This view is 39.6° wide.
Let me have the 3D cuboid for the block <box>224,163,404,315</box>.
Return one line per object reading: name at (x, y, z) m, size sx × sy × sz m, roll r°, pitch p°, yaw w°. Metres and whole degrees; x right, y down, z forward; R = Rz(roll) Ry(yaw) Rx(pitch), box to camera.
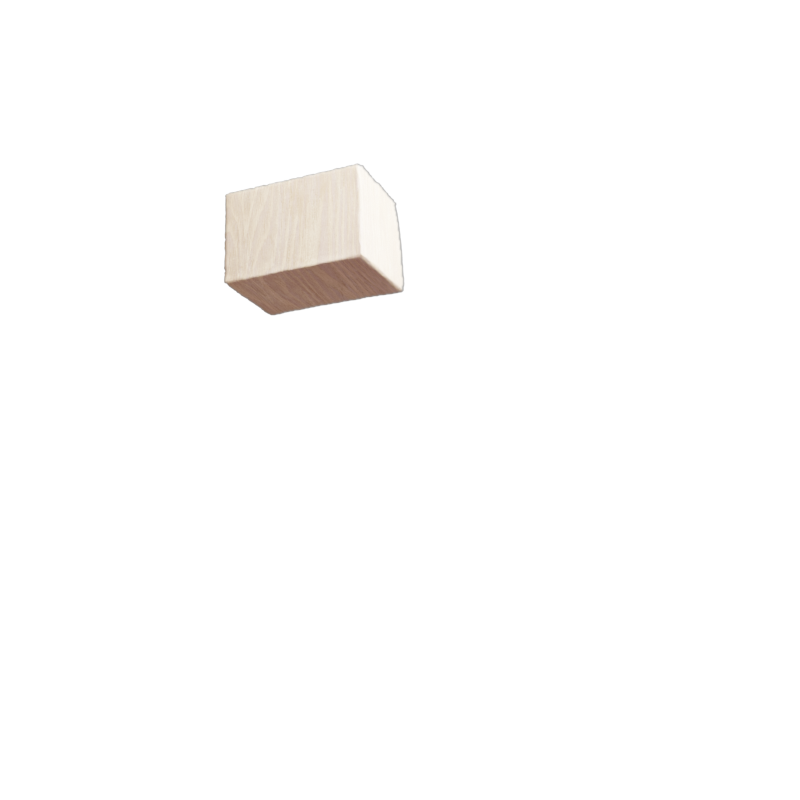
block at (-0.044, -0.080, 0.562) m, size 0.079 × 0.054 × 0.049 m, roll -9°, pitch -22°, yaw 22°
